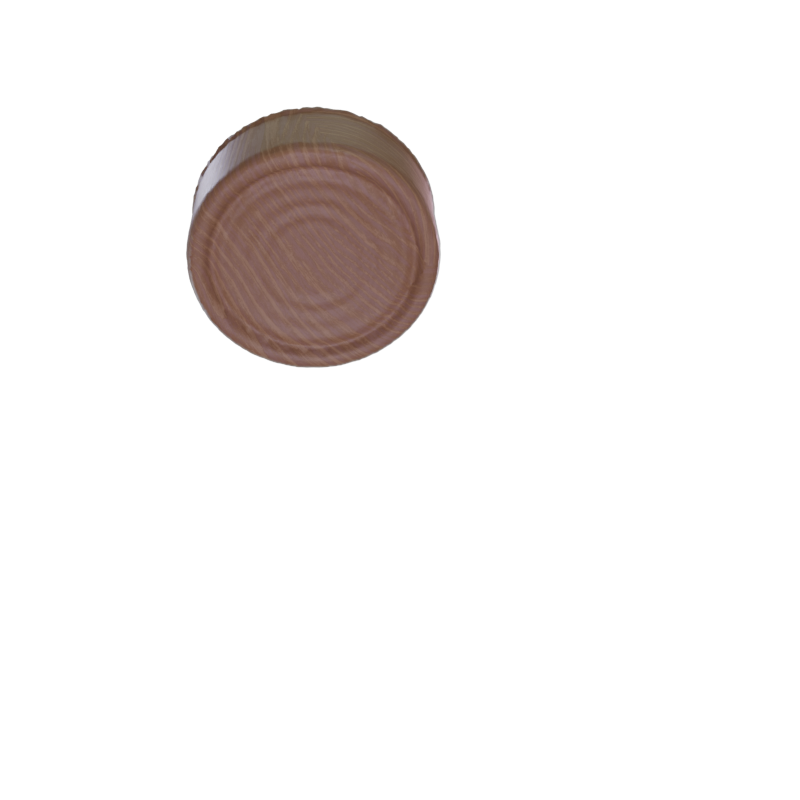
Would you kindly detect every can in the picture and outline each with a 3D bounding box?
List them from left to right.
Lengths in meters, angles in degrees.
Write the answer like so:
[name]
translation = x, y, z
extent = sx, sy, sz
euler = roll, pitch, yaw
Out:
[can]
translation = -0.030, -0.054, 0.378
extent = 0.086, 0.081, 0.036
euler = 1, 31, -1
